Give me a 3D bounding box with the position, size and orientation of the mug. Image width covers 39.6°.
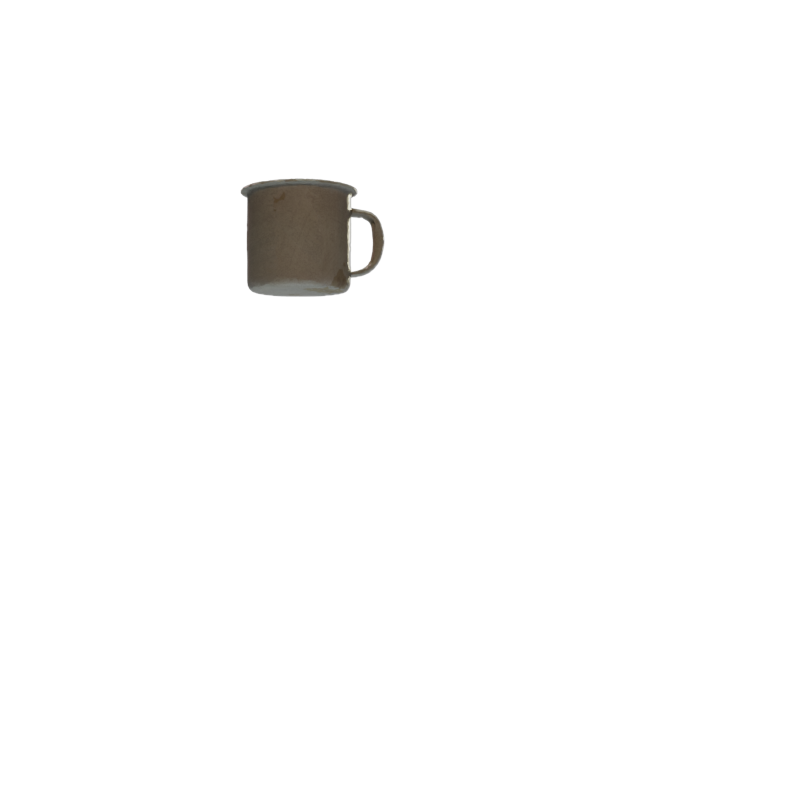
[{"bbox_3d":[-0.069,-0.125,0.878,0.114,0.083,0.094,1,-5,-21],"label":"mug"}]
